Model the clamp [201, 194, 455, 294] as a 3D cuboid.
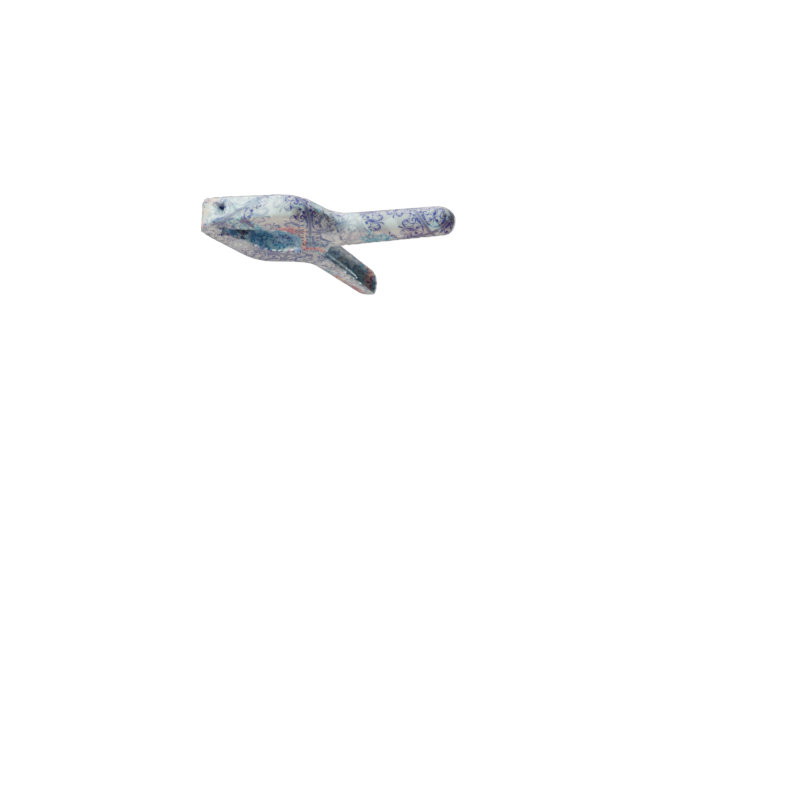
[{"bbox_3d":[-0.077,-0.141,0.987,0.205,0.038,0.160,6,-21,-17],"label":"clamp"}]
